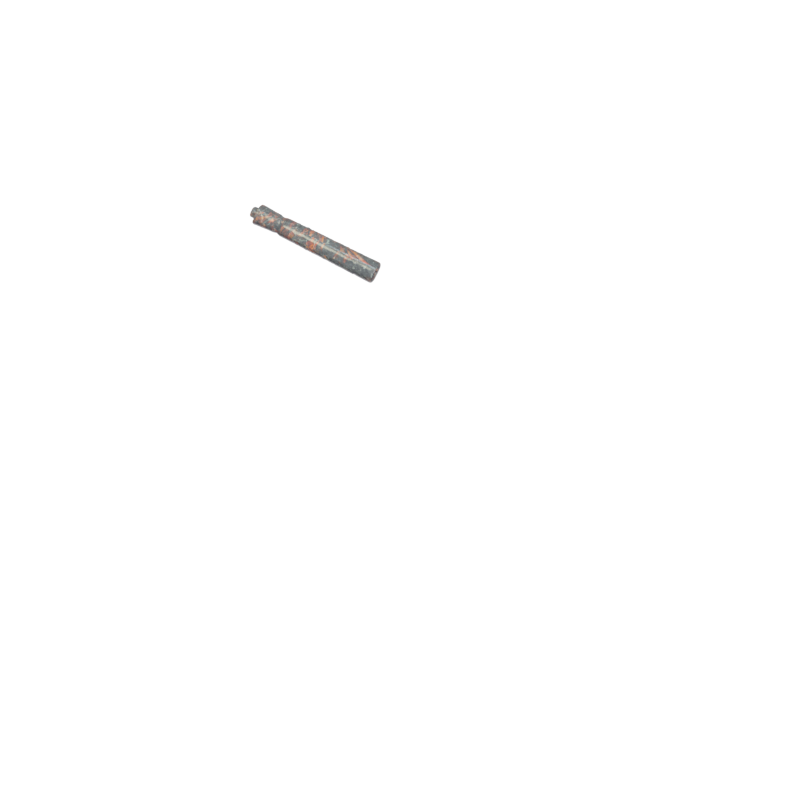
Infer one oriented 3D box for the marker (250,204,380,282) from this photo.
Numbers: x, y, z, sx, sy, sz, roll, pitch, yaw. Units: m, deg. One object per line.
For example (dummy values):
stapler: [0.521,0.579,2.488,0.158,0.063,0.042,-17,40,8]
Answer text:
marker: [-0.074,-0.135,0.945,0.124,0.019,0.019,28,9,12]
